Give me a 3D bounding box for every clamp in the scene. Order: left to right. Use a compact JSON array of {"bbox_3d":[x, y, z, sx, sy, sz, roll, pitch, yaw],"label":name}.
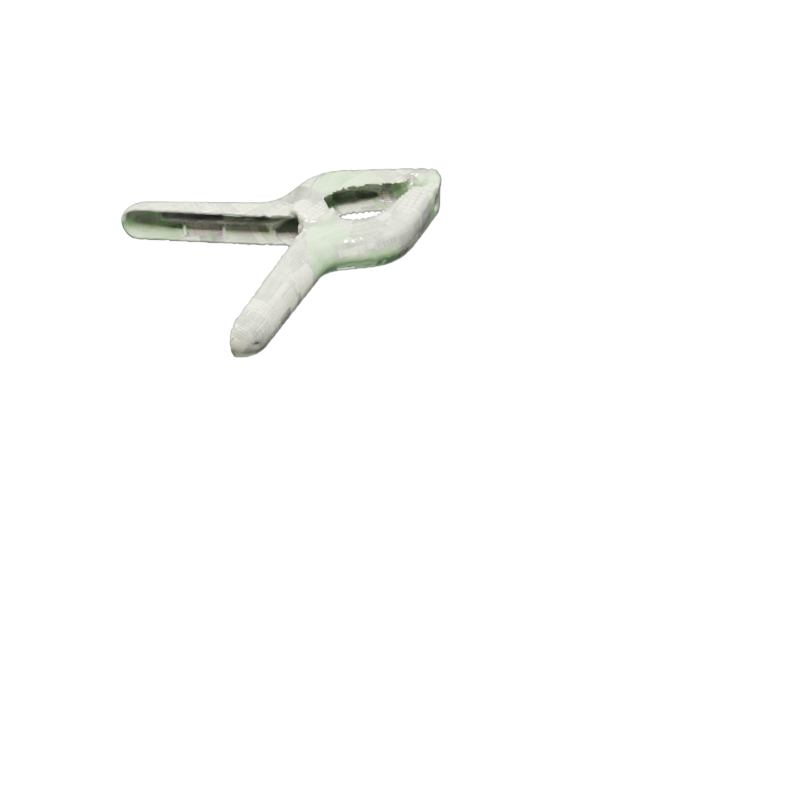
[{"bbox_3d":[-0.056,-0.102,0.711,0.207,0.034,0.178,-18,43,-20],"label":"clamp"}]
